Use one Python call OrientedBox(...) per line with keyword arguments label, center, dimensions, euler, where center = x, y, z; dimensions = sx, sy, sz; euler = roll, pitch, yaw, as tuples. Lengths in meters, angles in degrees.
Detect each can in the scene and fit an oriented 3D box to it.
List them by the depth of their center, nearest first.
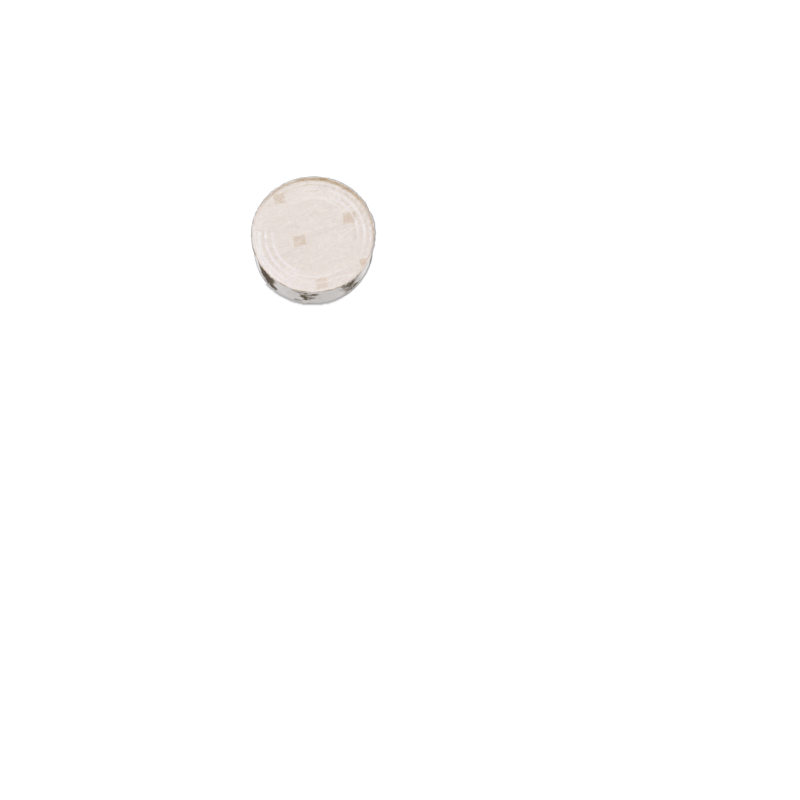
OrientedBox(label="can", center=(-0.061, -0.110, 0.774), dimensions=(0.086, 0.090, 0.032), euler=(-1, -20, -1))
